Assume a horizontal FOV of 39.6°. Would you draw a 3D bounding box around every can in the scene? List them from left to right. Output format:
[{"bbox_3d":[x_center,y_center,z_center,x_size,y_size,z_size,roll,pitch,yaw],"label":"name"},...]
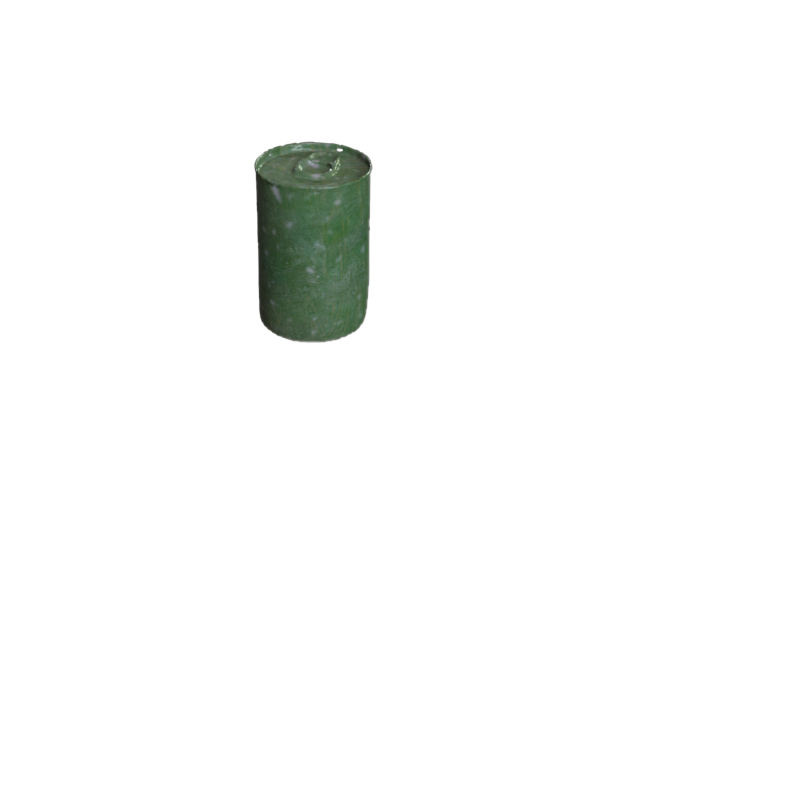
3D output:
[{"bbox_3d":[-0.052,-0.094,0.660,0.068,0.096,0.073,0,30,-3],"label":"can"}]
